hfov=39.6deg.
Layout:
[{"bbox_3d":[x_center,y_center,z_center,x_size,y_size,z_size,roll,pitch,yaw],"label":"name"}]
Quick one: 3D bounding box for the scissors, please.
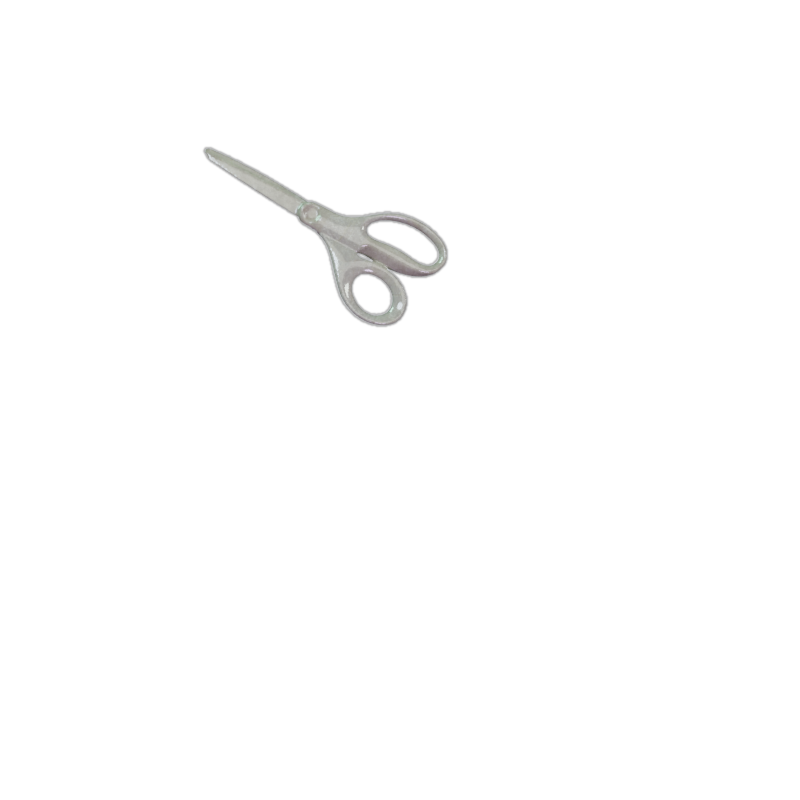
[{"bbox_3d":[-0.066,-0.120,0.843,0.203,0.098,0.015,16,-10,3],"label":"scissors"}]
